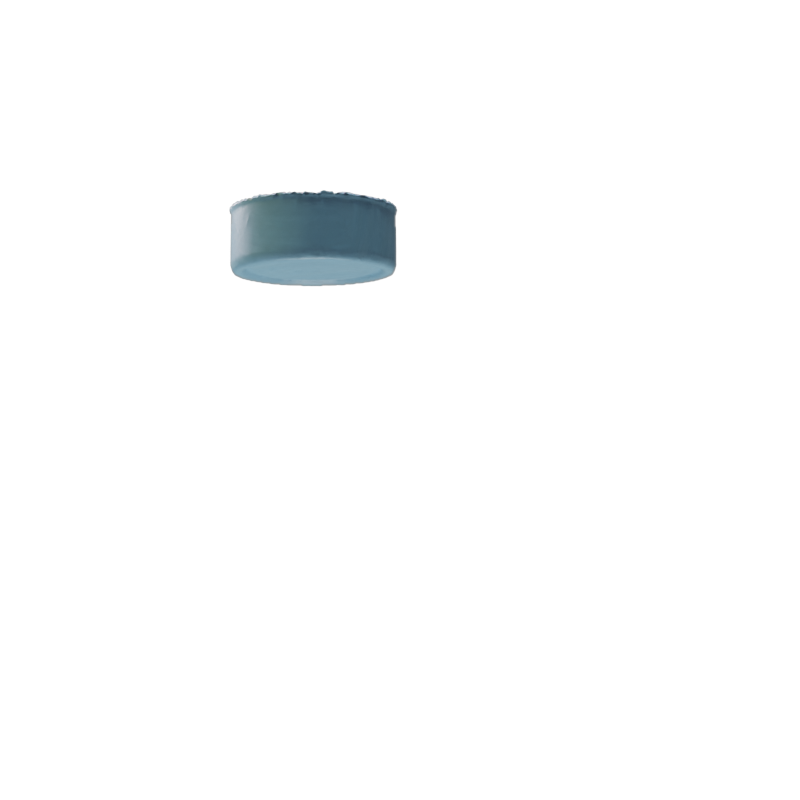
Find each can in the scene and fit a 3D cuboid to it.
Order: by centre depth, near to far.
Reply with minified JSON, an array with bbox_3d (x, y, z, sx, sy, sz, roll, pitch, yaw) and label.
[{"bbox_3d":[-0.044,-0.081,0.565,0.086,0.034,0.084,0,-4,-2],"label":"can"}]
